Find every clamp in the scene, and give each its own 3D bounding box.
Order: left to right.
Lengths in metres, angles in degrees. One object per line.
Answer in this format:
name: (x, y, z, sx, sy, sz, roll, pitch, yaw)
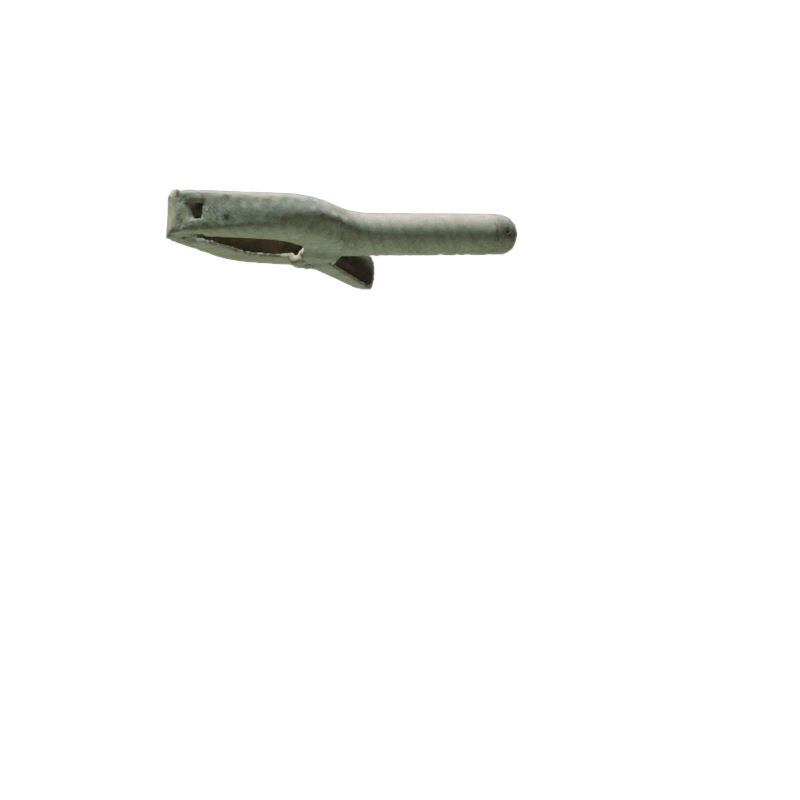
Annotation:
clamp: (-0.056, -0.102, 0.712, 0.202, 0.037, 0.166, 3, -7, -27)
